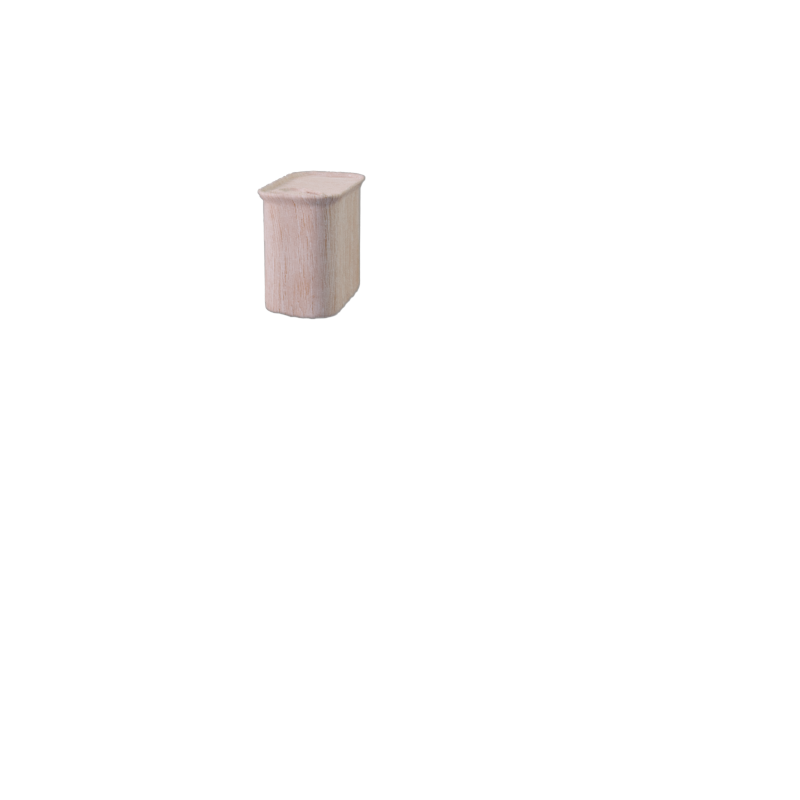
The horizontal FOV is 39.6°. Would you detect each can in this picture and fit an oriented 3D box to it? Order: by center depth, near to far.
[{"bbox_3d":[-0.060,-0.109,0.765,0.059,0.081,0.104,4,17,11],"label":"can"}]
